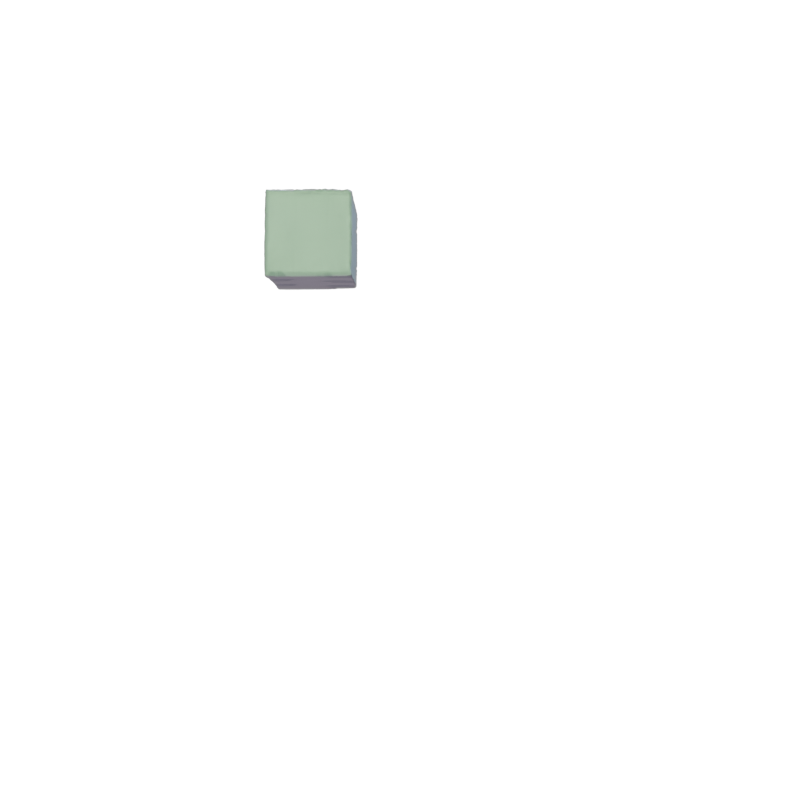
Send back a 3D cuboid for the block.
[{"bbox_3d":[-0.053,-0.097,0.678,0.053,0.052,0.077,0,-3,0],"label":"block"}]
